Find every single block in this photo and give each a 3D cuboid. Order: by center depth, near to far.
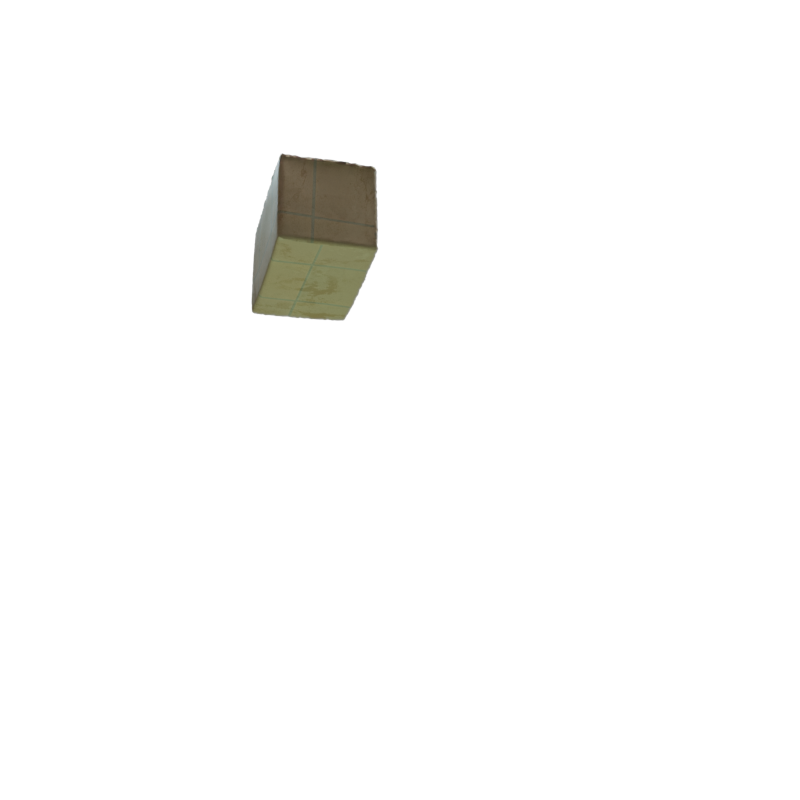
[{"bbox_3d":[-0.046,-0.083,0.582,0.052,0.055,0.075,7,-29,-14],"label":"block"}]
